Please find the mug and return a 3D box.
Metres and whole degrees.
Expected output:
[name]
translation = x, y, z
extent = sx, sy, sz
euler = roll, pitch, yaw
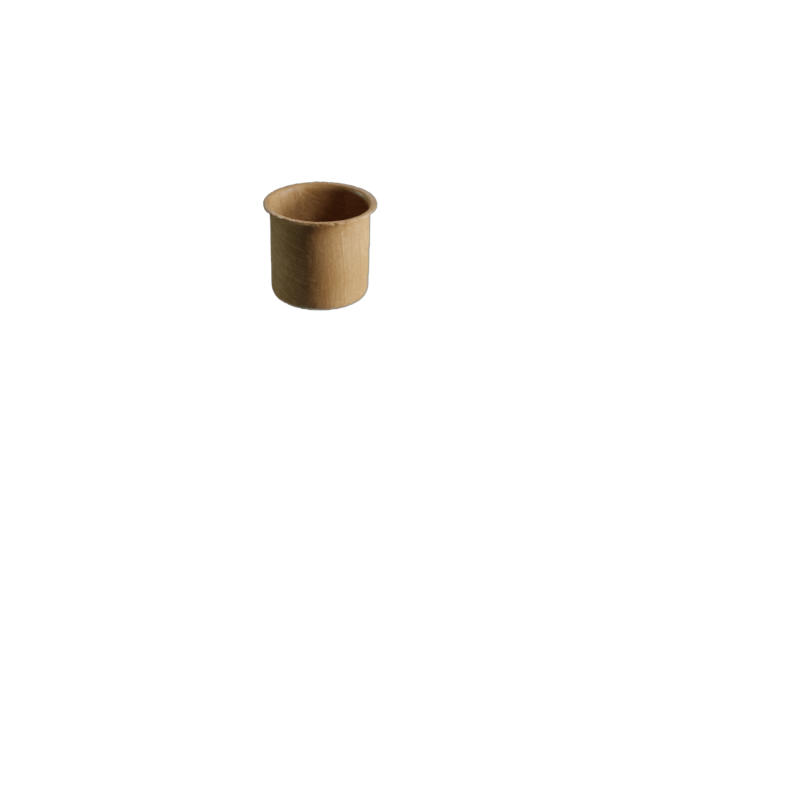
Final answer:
[mug]
translation = -0.072, -0.132, 0.922
extent = 0.092, 0.077, 0.126
euler = -15, 32, -26
